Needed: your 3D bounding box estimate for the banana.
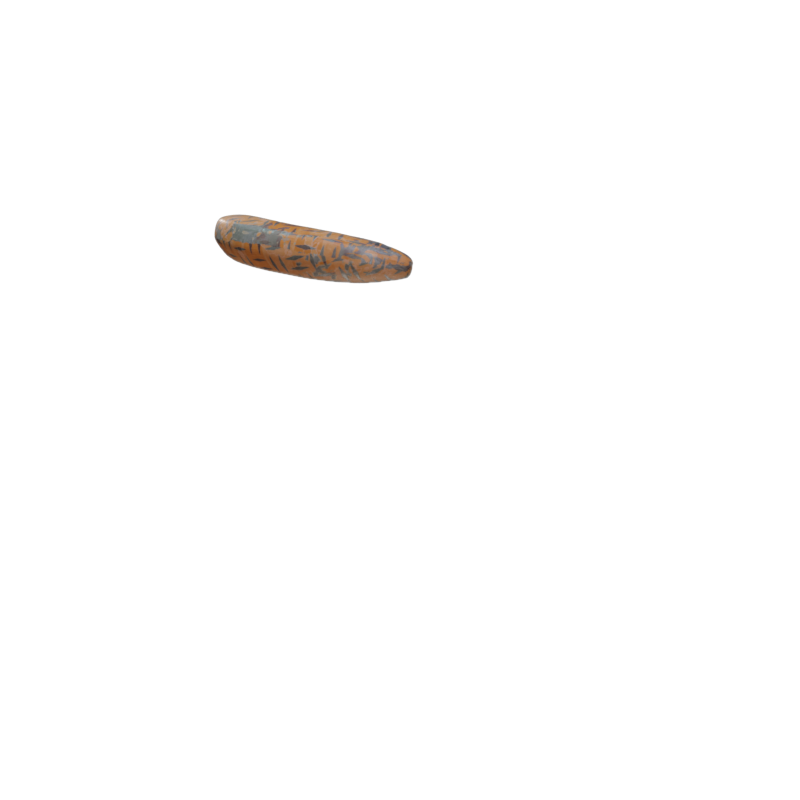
[{"bbox_3d":[-0.082,-0.118,0.838,0.068,0.035,0.209,-16,25,-41],"label":"banana"}]
